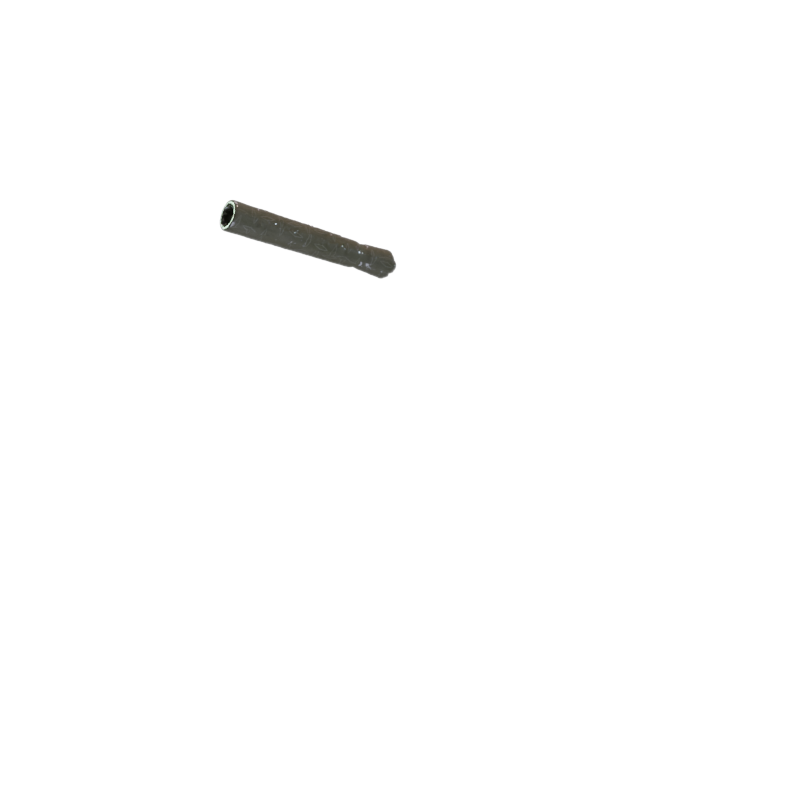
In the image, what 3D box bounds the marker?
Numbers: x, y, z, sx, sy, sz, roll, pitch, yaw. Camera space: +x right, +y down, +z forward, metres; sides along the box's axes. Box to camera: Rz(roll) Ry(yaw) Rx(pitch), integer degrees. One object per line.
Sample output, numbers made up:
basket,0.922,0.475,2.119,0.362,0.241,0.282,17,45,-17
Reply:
marker,-0.053,-0.096,0.673,0.115,0.020,0.020,13,-4,-32
